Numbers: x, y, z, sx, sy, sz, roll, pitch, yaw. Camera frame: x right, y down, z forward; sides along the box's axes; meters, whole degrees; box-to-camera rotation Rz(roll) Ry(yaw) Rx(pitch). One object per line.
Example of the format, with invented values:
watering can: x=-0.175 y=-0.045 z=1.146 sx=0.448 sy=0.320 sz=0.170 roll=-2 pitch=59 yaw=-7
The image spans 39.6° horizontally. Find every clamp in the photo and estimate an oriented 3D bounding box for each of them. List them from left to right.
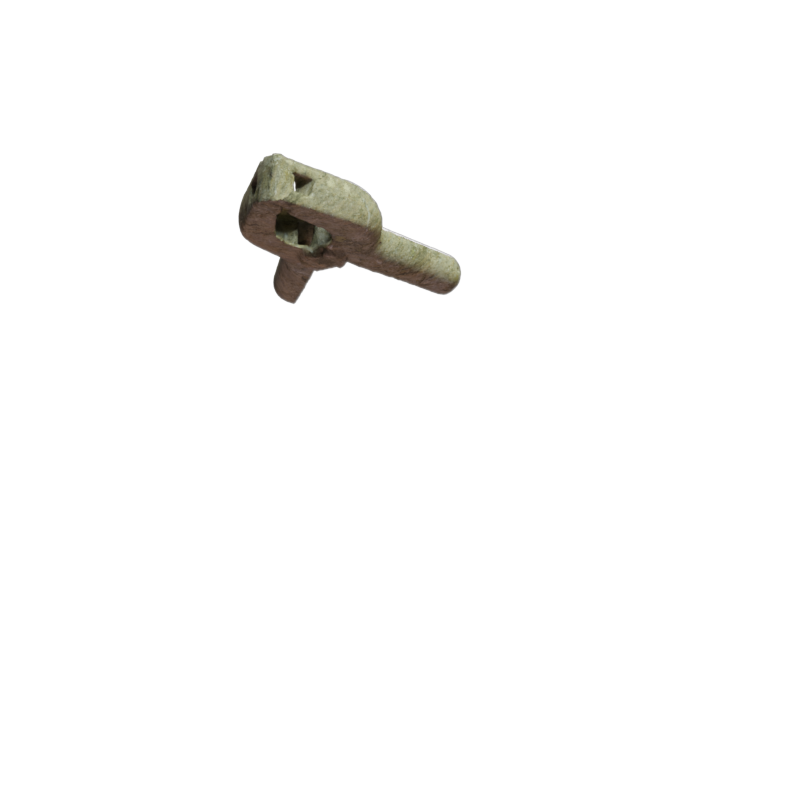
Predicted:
clamp: x=-0.050 y=-0.092 z=0.641 sx=0.122 sy=0.041 sz=0.160 roll=-11 pitch=-23 yaw=26
